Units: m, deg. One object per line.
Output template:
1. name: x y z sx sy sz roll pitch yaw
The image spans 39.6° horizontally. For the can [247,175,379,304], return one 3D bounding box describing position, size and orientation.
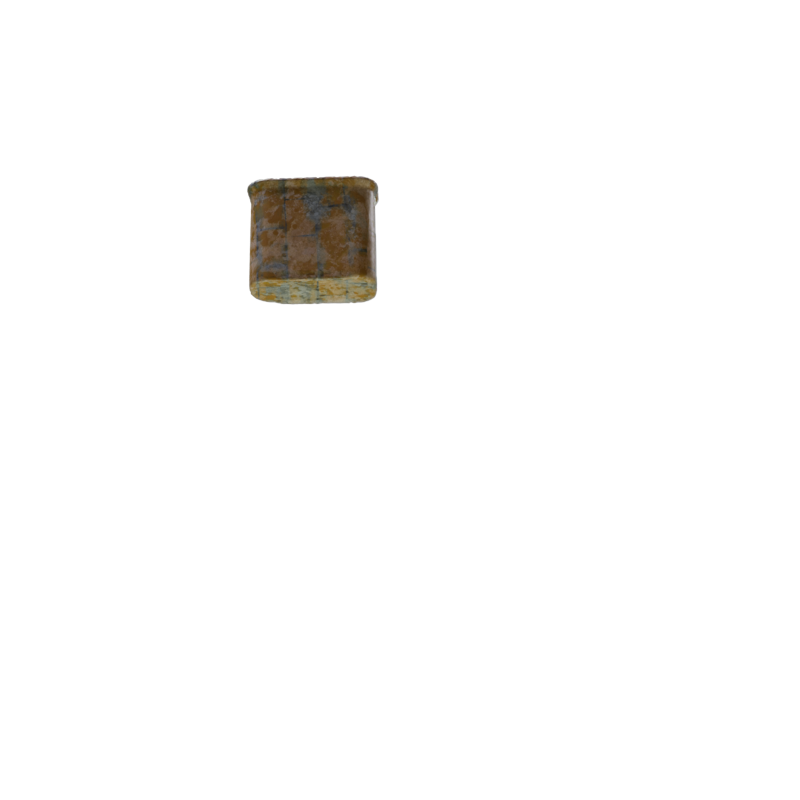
1. can: -0.067 -0.122 0.852 0.102 0.088 0.054 -2 -21 2
